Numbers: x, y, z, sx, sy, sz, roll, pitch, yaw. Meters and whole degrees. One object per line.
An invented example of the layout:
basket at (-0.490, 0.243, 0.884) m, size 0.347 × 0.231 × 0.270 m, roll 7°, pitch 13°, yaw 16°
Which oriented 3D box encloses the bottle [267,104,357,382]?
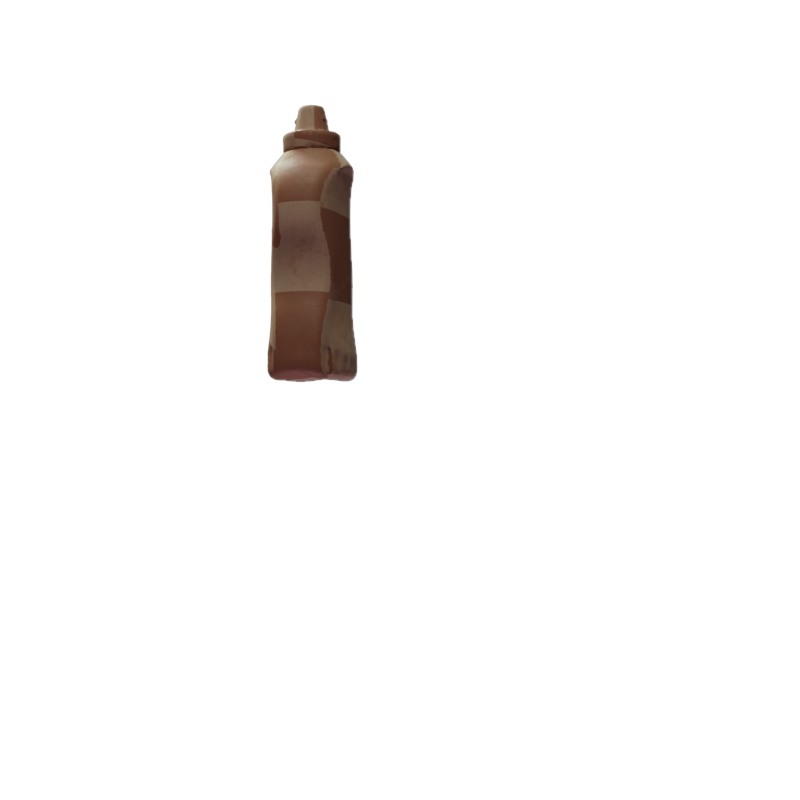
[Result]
bottle at (-0.061, -0.110, 0.769) m, size 0.059 × 0.196 × 0.093 m, roll -2°, pitch -7°, yaw 13°
